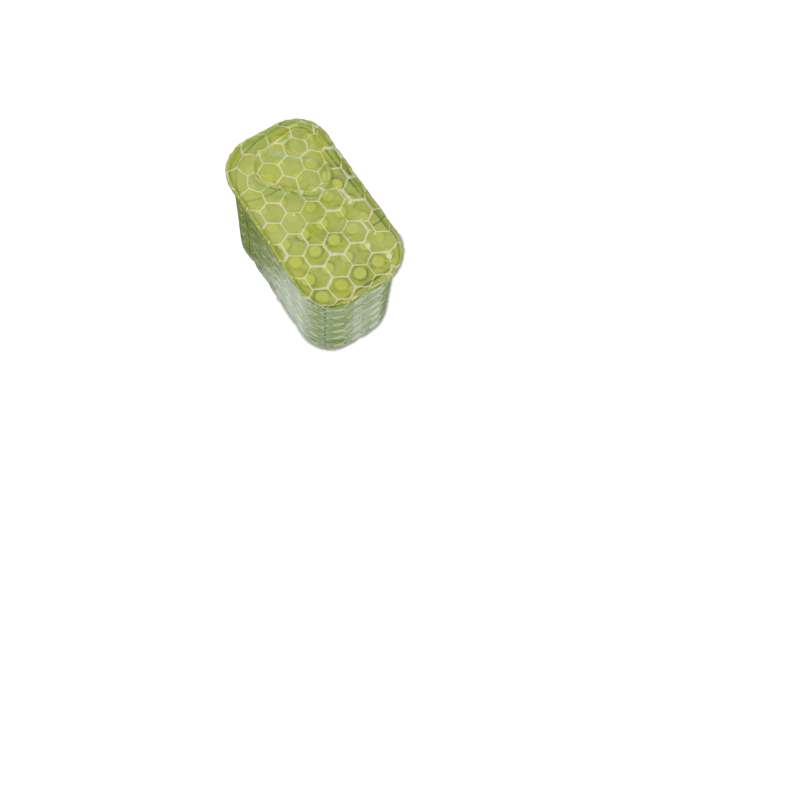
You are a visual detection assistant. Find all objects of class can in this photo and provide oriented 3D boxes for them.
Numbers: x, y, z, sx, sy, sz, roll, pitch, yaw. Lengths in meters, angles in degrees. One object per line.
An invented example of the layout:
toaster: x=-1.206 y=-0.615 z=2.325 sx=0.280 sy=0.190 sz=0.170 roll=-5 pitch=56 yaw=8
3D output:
can: x=-0.046 y=-0.083 z=0.582 sx=0.057 sy=0.107 sz=0.080 roll=-31 pitch=-16 yaw=-12
